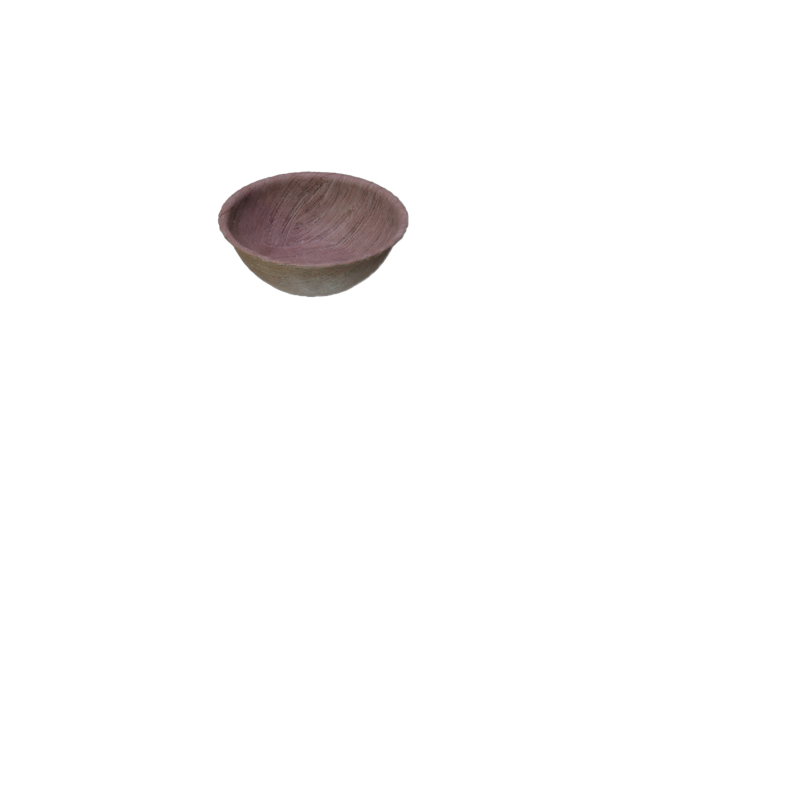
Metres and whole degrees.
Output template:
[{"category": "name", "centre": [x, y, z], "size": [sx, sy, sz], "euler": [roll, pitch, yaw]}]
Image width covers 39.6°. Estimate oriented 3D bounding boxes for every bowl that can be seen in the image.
[{"category": "bowl", "centre": [-0.074, -0.136, 0.951], "size": [0.162, 0.052, 0.173], "euler": [-1, 36, -2]}]
